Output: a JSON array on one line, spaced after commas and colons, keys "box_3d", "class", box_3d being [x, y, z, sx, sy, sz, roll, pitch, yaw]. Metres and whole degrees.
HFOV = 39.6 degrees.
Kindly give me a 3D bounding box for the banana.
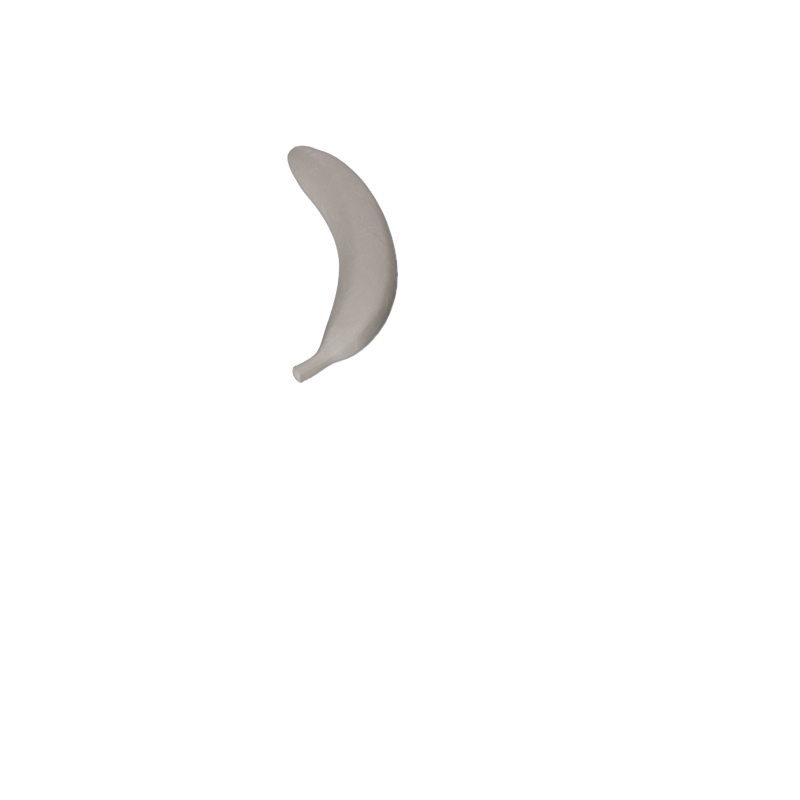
[{"box_3d": [-0.038, -0.101, 0.724, 0.069, 0.213, 0.034, -3, -39, -3], "class": "banana"}]
